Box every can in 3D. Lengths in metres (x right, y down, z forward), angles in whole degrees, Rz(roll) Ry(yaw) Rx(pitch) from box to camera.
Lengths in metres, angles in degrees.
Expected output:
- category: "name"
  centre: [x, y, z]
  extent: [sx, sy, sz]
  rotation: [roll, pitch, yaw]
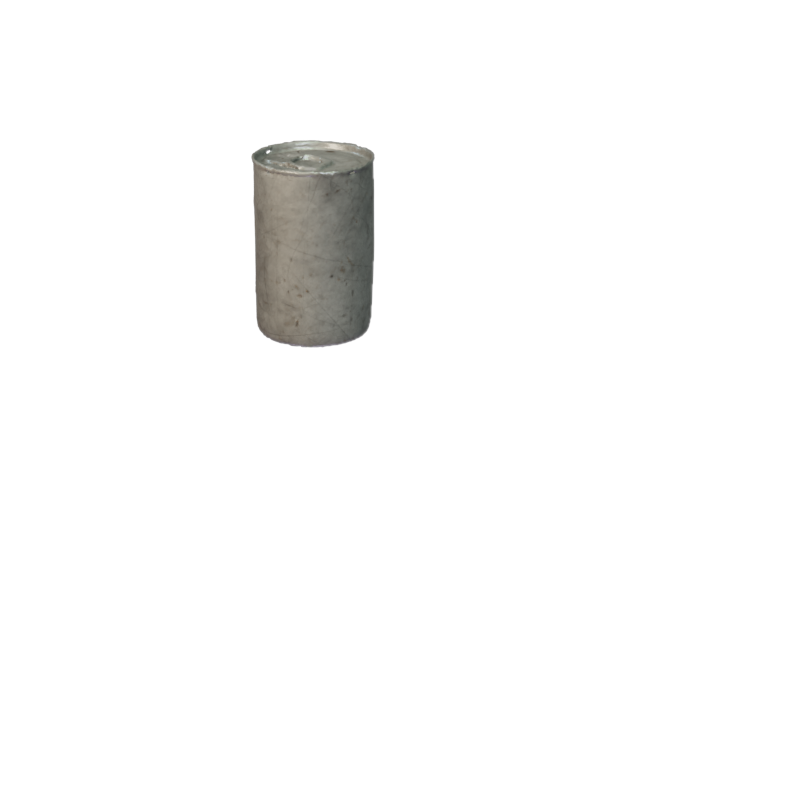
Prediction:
- category: "can"
  centre: [-0.049, -0.089, 0.626]
  extent: [0.068, 0.097, 0.072]
  rotation: [0, 22, -2]
